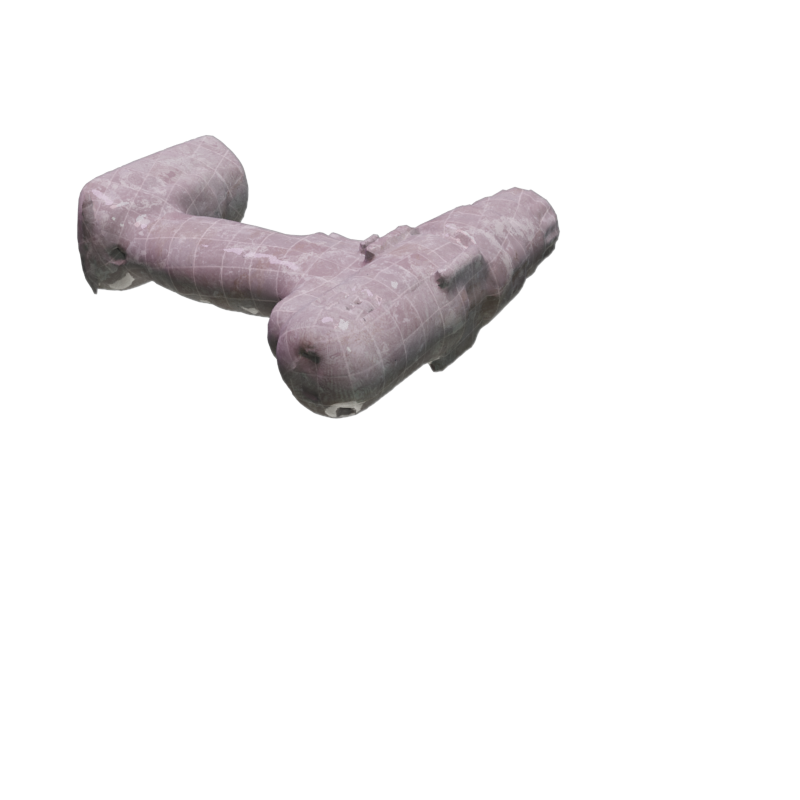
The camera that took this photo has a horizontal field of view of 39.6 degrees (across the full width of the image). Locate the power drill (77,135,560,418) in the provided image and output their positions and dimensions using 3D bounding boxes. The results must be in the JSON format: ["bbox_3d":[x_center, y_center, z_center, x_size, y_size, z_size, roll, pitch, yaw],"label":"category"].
[{"bbox_3d":[-0.040,-0.073,0.513,0.198,0.054,0.185,19,35,30],"label":"power drill"}]
